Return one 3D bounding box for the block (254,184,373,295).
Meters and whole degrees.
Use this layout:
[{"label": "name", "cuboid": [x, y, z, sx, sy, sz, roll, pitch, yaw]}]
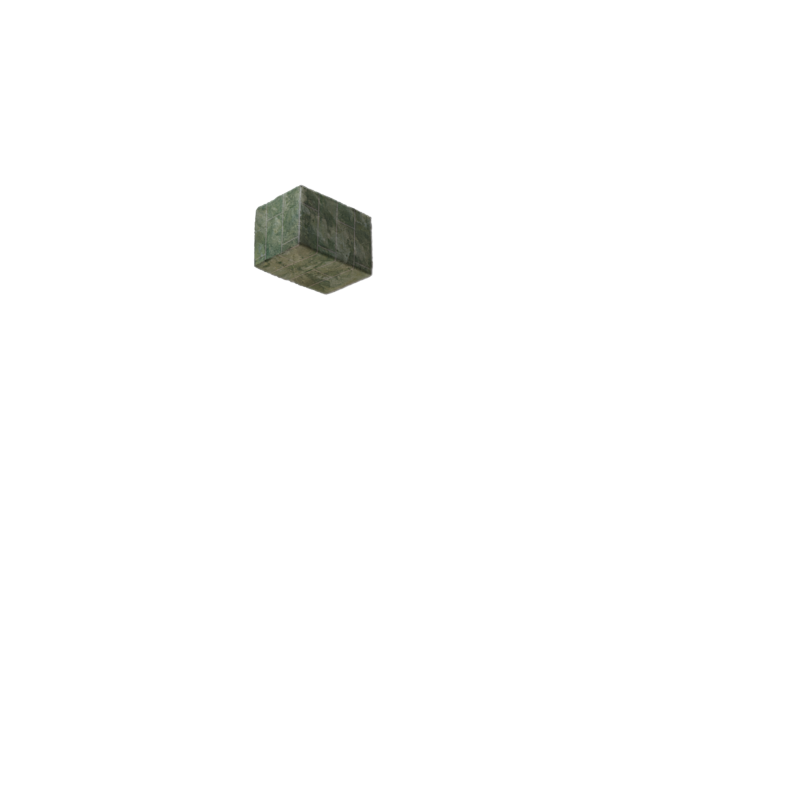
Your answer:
[{"label": "block", "cuboid": [-0.066, -0.120, 0.838, 0.053, 0.054, 0.073, -22, -30, 40]}]
